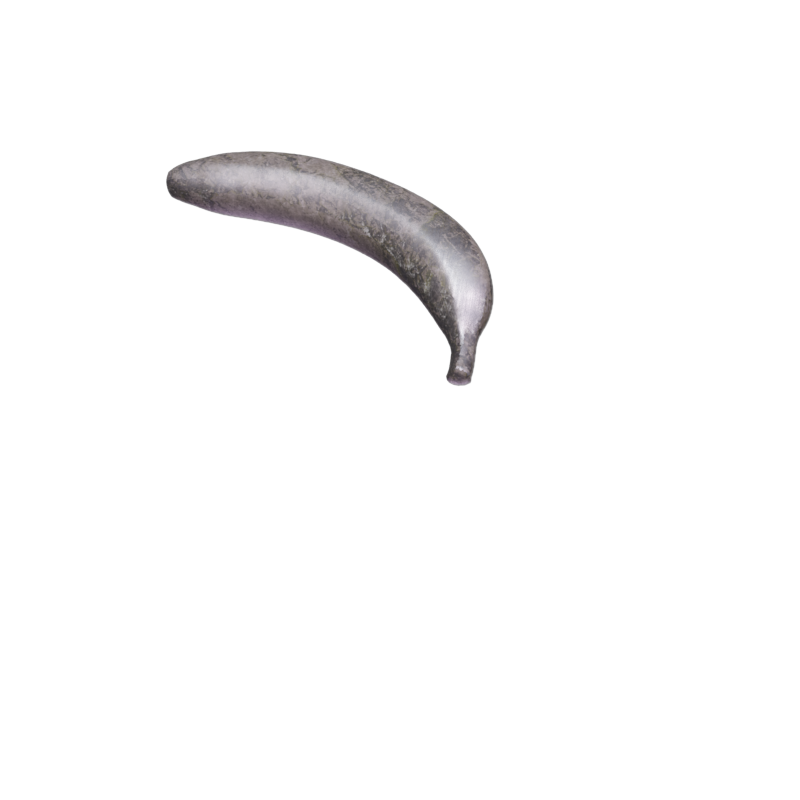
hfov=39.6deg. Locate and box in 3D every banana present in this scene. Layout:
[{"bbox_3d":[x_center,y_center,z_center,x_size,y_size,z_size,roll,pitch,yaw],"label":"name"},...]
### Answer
[{"bbox_3d":[-0.026,-0.083,0.534,0.210,0.034,0.070,33,52,30],"label":"banana"}]
